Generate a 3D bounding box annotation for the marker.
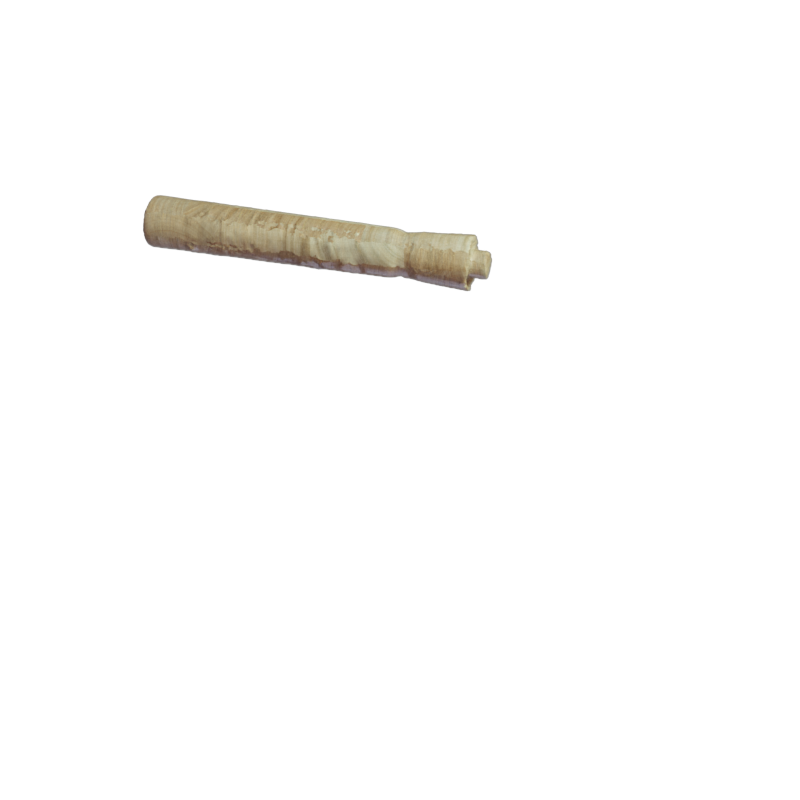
[{"bbox_3d":[-0.030,-0.054,0.378,0.124,0.020,0.019,10,7,18],"label":"marker"}]
